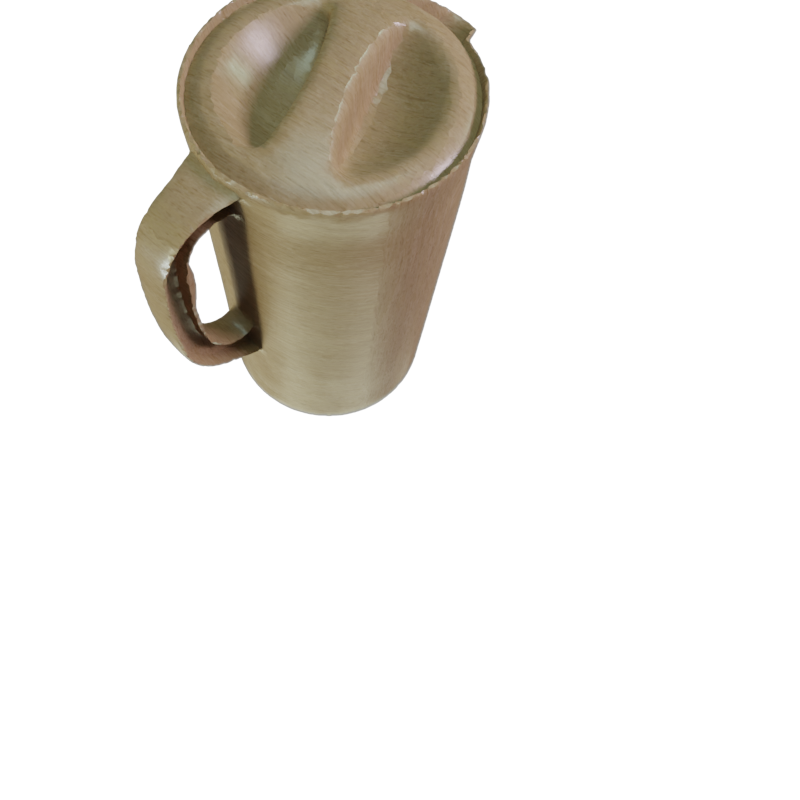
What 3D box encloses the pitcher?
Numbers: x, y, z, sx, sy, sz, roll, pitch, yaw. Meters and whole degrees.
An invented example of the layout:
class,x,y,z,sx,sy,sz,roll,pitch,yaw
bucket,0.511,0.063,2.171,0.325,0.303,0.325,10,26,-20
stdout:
class,x,y,z,sx,sy,sz,roll,pitch,yaw
pitcher,-0.044,-0.080,0.563,0.149,0.154,0.229,2,-28,-2
